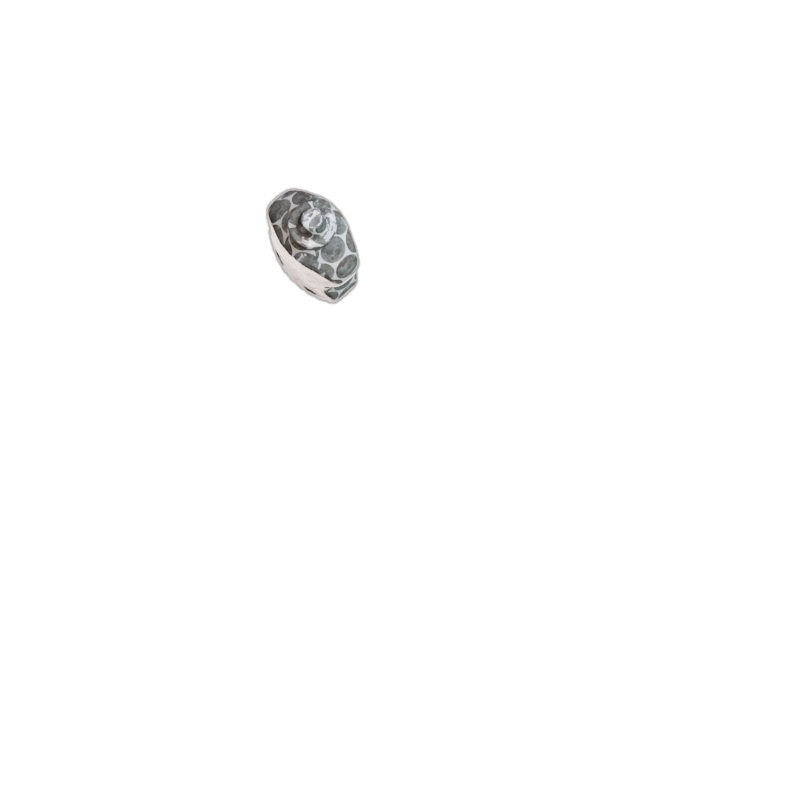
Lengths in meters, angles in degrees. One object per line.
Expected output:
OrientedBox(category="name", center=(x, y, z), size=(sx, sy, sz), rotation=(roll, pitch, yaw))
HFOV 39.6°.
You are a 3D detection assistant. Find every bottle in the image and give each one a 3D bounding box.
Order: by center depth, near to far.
OrientedBox(category="bottle", center=(-0.078, -0.142, 0.998), size=(0.059, 0.098, 0.188), rotation=(-40, -2, -6))
